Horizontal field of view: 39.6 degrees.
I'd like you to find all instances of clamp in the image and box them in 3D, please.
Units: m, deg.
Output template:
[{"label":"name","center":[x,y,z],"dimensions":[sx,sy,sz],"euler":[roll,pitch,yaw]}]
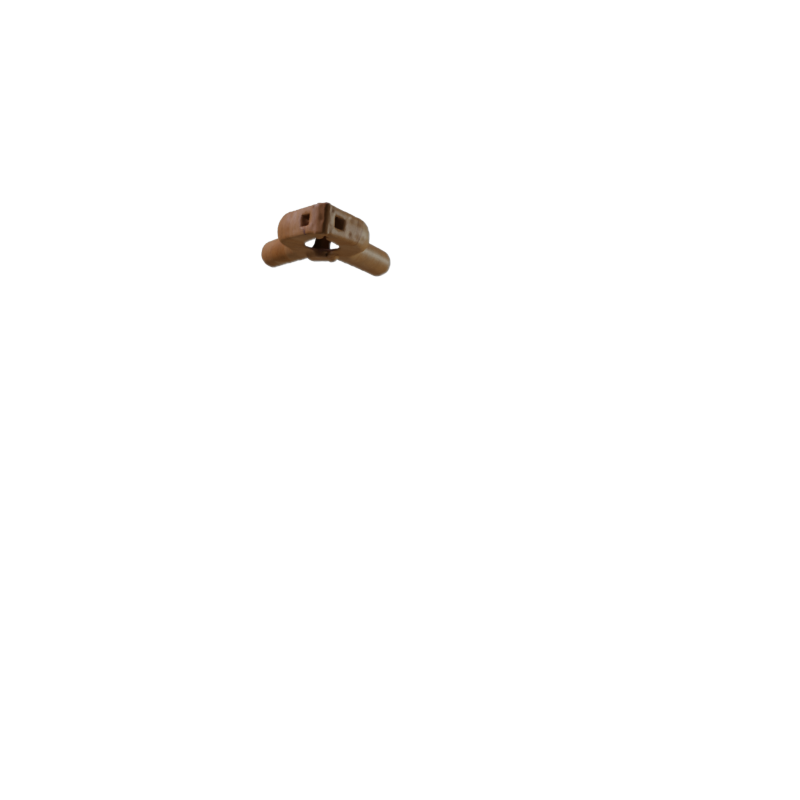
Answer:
[{"label":"clamp","center":[-0.077,-0.140,0.980],"dimensions":[0.121,0.040,0.164],"euler":[-1,-9,7]}]
